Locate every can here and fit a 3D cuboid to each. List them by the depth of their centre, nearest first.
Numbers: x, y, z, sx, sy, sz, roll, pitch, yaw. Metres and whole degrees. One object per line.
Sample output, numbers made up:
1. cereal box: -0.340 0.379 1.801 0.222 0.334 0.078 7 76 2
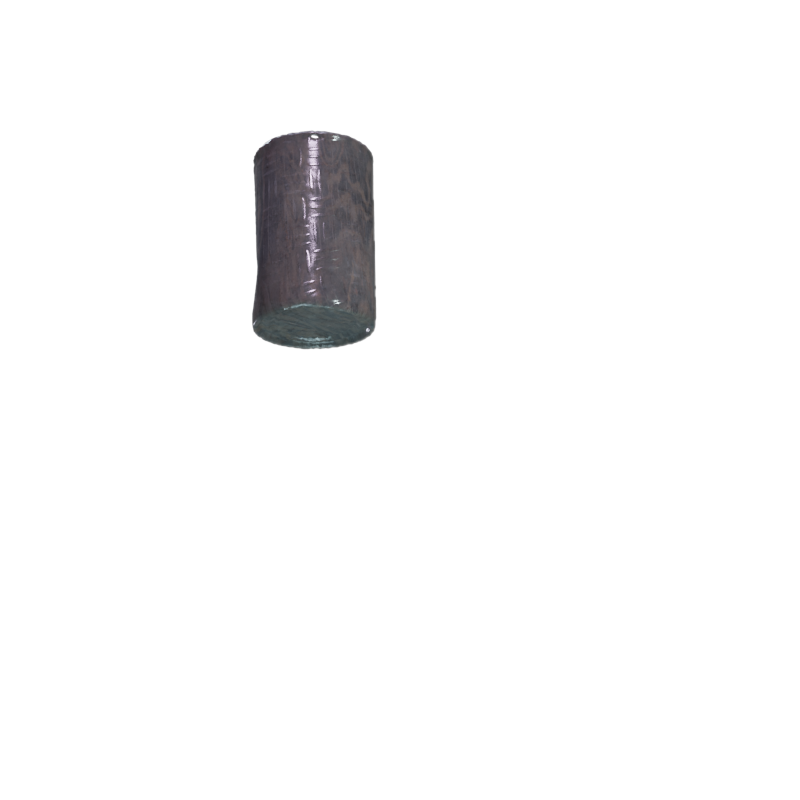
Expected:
1. can: -0.047 -0.087 0.606 0.068 0.108 0.065 0 -22 -2
